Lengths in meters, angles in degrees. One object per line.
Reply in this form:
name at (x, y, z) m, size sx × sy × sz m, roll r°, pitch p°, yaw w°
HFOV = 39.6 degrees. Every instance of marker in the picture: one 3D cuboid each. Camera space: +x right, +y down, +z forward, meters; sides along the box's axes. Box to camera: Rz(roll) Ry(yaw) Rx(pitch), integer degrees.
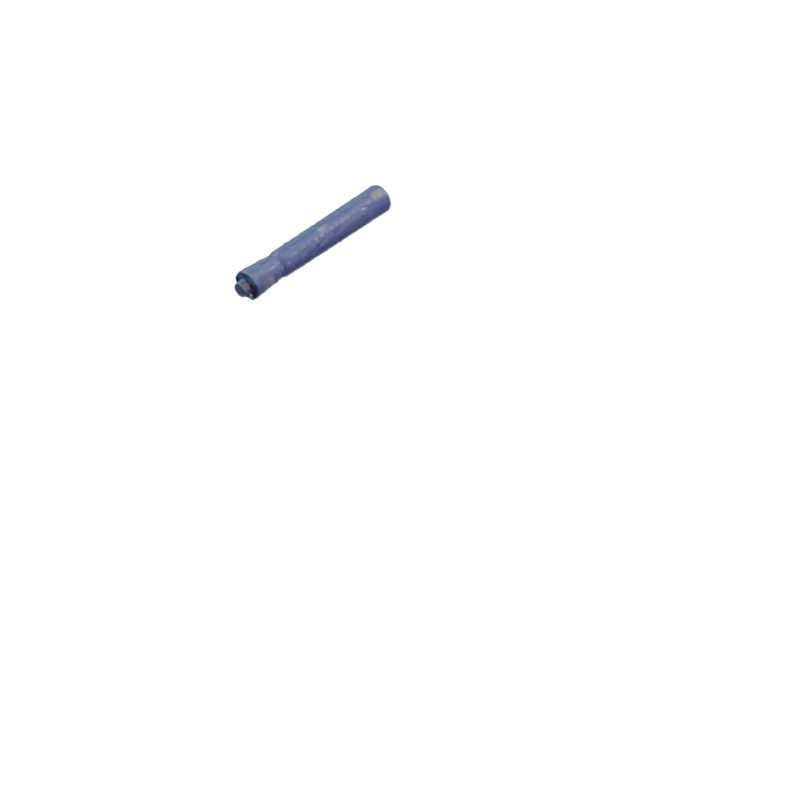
marker at (-0.052, -0.095, 0.665) m, size 0.021 × 0.019 × 0.122 m, roll 4°, pitch 35°, yaw 49°
